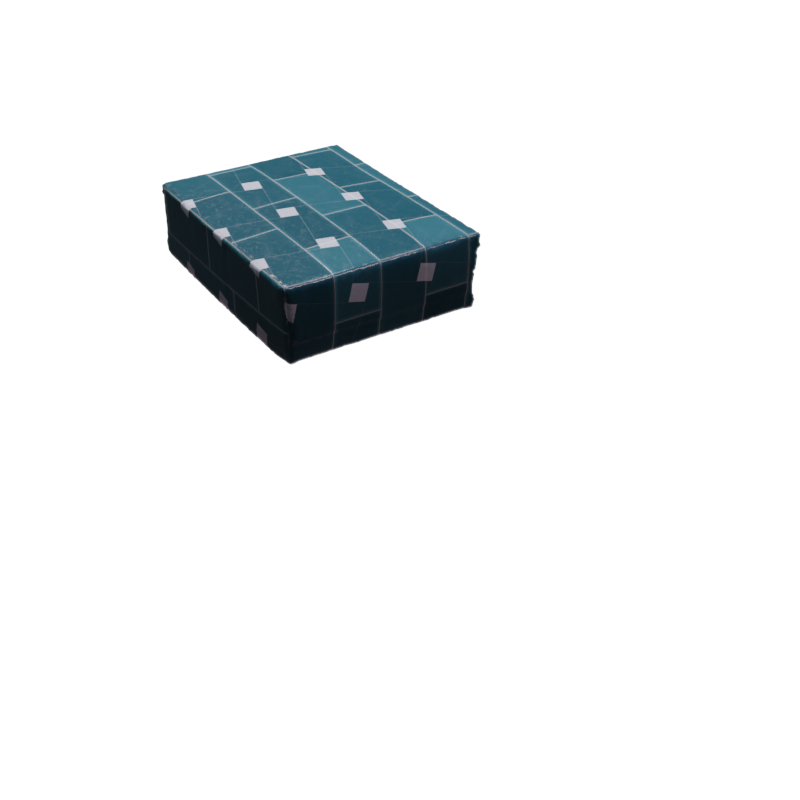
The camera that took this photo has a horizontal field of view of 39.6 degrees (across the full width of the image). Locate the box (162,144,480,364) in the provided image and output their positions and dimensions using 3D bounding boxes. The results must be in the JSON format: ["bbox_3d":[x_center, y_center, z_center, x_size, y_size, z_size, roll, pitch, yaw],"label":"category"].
[{"bbox_3d":[-0.036,-0.066,0.464,0.089,0.036,0.122,-19,39,-26],"label":"box"}]
